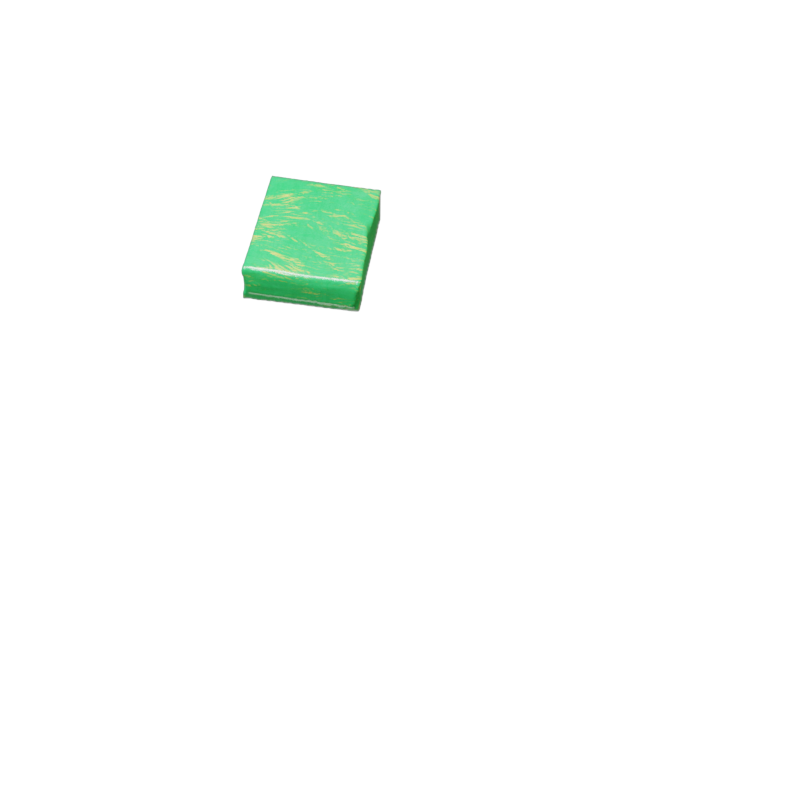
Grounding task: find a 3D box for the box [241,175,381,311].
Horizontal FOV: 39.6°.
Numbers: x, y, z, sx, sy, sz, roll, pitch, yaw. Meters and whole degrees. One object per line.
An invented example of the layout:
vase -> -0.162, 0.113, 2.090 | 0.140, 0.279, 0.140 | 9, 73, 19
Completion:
box -> -0.054, -0.099, 0.693 | 0.074, 0.095, 0.028 | 7, -42, 6
